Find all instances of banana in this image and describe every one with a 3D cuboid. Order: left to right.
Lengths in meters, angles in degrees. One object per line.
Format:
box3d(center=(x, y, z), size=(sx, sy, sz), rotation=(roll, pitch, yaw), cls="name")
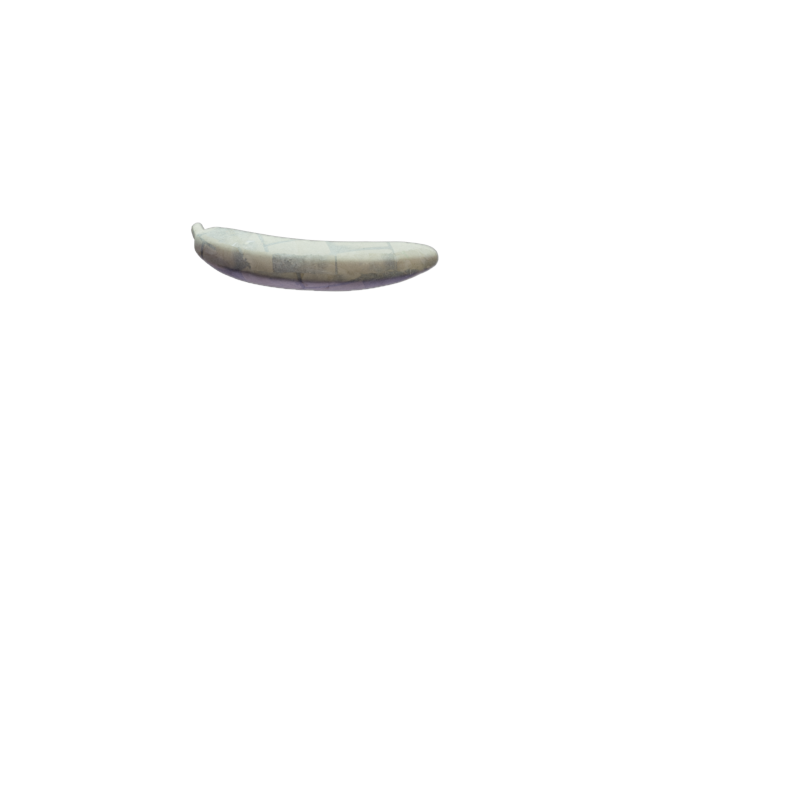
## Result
box3d(center=(-0.073, -0.109, 0.829), size=(0.202, 0.034, 0.073), rotation=(9, 39, 11), cls="banana")
